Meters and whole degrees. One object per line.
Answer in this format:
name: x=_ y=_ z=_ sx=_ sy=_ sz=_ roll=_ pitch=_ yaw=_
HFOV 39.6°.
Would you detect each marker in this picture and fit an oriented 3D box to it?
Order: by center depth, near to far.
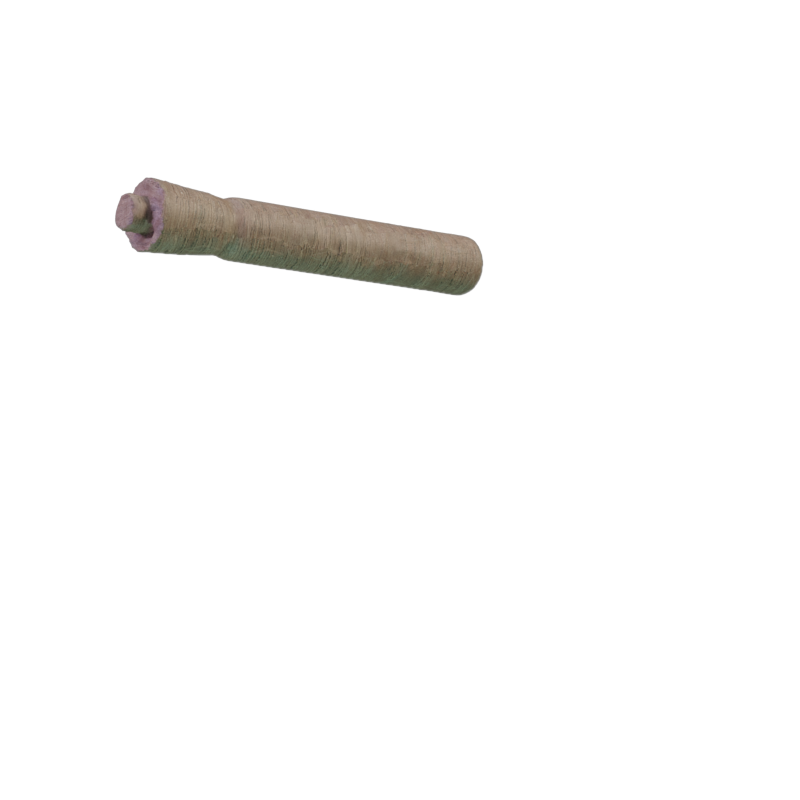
marker: x=-0.024 y=-0.044 z=0.308 sx=0.115 sy=0.020 sz=0.021 roll=3 pitch=1 yaw=-41
